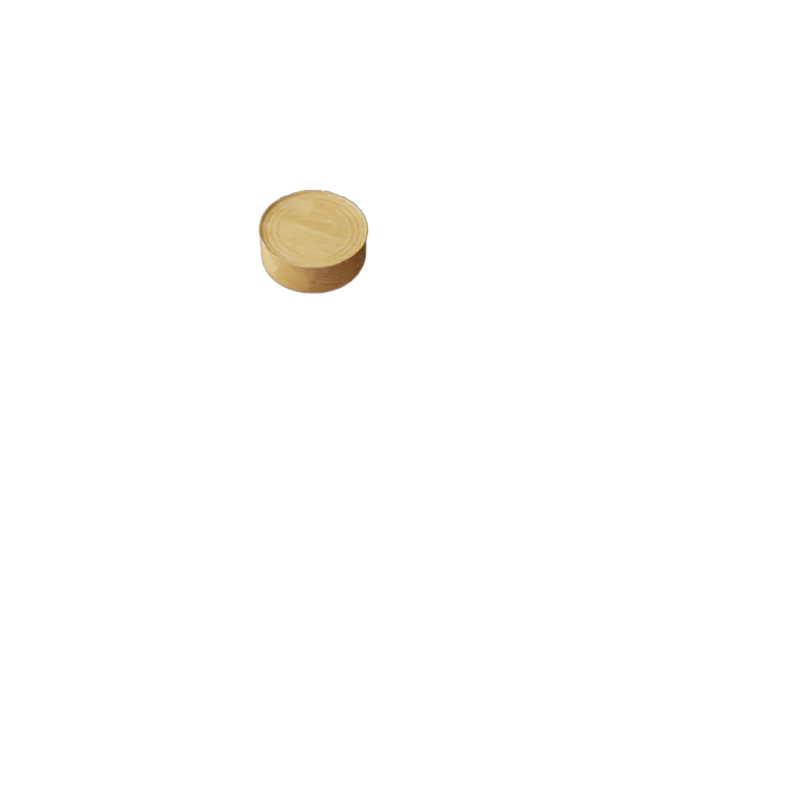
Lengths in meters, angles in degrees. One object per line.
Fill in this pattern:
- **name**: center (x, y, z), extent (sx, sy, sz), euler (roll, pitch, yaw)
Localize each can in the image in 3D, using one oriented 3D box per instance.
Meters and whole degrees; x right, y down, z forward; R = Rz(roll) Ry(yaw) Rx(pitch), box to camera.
- **can**: center (-0.069, -0.125, 0.875), extent (0.086, 0.092, 0.031), euler (-1, -40, -1)
